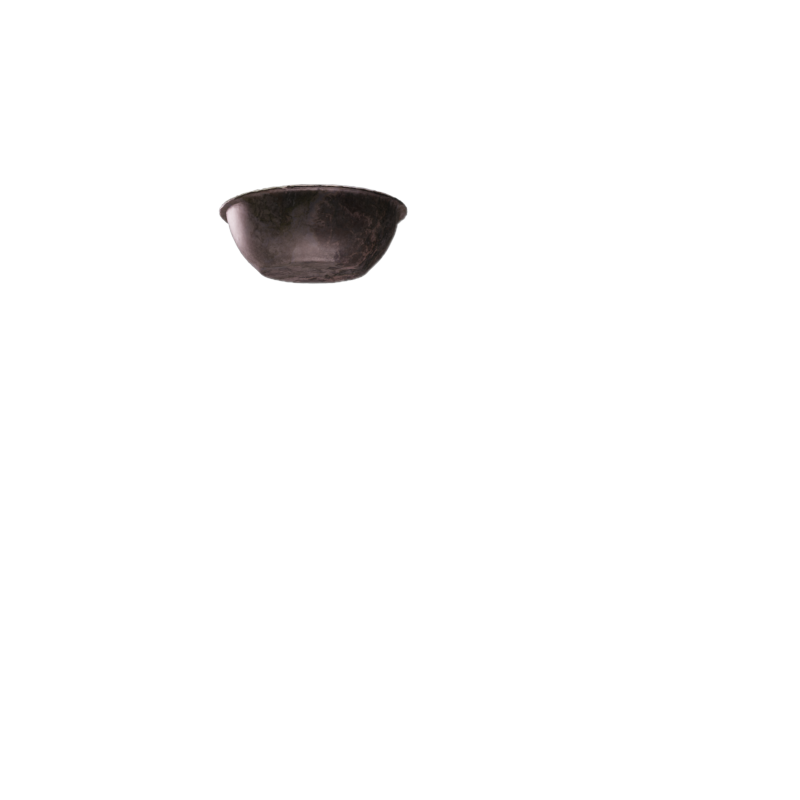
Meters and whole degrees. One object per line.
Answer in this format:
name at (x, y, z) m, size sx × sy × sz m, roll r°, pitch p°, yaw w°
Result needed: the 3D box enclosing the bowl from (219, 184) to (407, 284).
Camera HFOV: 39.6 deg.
bowl at (-0.074, -0.135, 0.943) m, size 0.162 × 0.056 × 0.158 m, roll 0°, pitch -7°, yaw -2°
